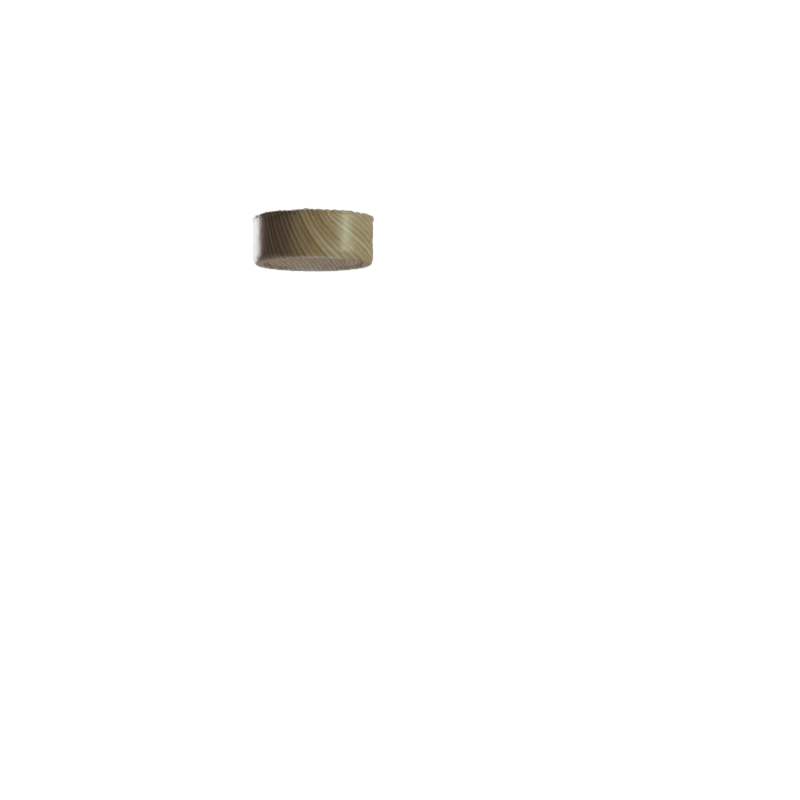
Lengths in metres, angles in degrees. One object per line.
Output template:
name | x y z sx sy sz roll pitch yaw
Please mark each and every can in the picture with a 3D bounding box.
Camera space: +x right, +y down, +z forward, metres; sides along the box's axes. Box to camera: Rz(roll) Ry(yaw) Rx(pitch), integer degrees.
can | -0.061 -0.112 0.782 0.086 0.034 0.085 0 -1 -2
